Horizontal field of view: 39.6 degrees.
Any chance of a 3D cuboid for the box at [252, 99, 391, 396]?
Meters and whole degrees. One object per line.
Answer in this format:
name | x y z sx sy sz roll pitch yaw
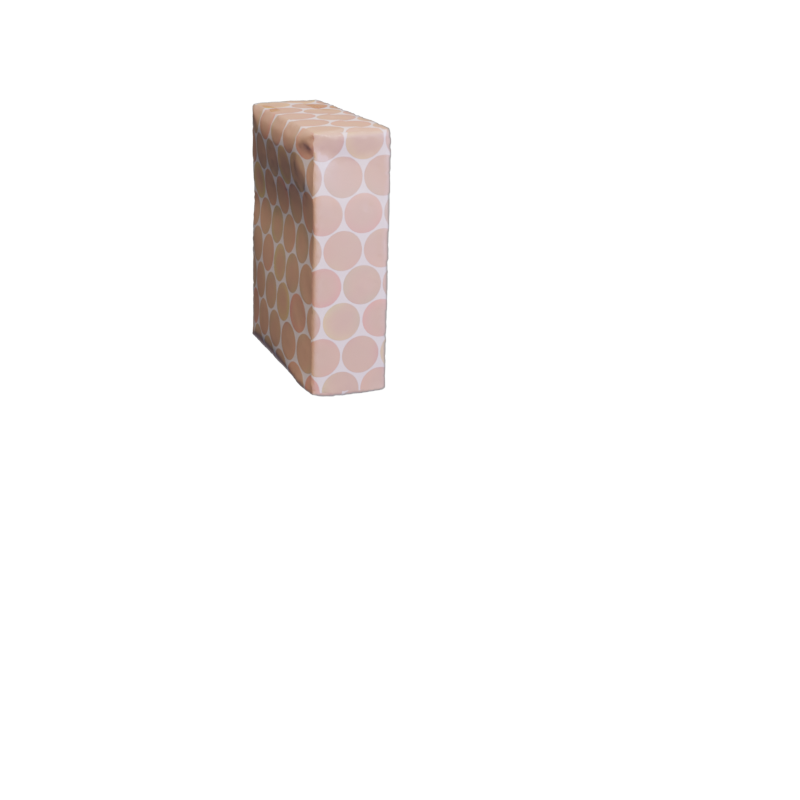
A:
box | -0.072 -0.131 0.920 0.070 0.206 0.174 -6 20 -22
